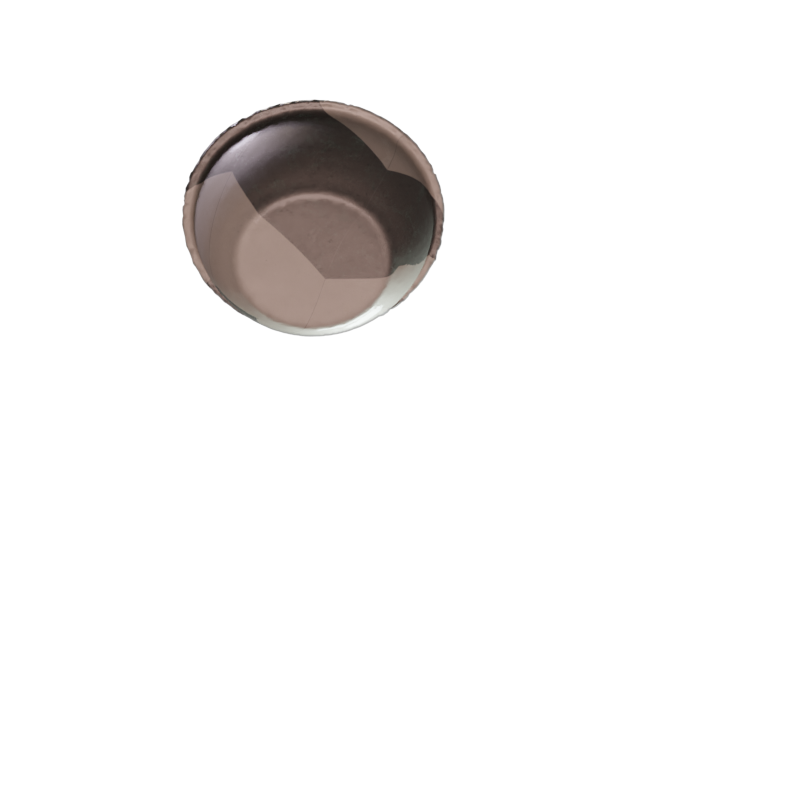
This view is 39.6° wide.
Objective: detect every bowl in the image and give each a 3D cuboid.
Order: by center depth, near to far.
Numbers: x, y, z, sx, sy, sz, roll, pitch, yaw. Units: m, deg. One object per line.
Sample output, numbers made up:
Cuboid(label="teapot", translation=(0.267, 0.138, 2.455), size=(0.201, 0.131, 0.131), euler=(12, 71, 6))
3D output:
Cuboid(label="bowl", translation=(-0.052, -0.094, 0.661), size=(0.162, 0.152, 0.058), euler=(1, 31, -1))
